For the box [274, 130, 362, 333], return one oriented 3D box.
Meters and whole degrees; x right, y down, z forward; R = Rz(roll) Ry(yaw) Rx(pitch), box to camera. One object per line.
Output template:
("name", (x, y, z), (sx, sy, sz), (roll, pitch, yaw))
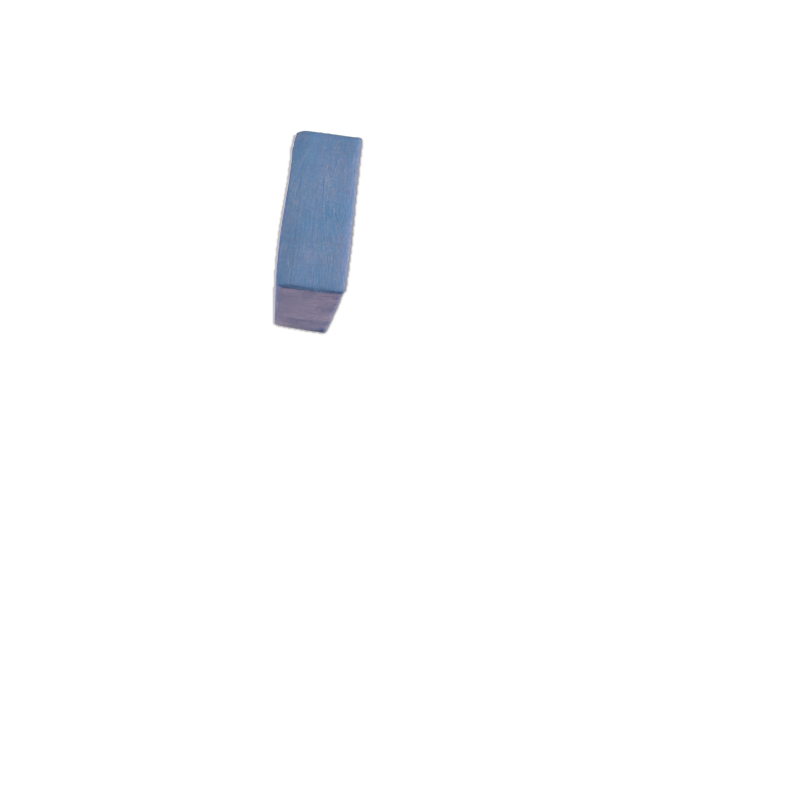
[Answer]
("box", (-0.055, -0.100, 0.701), (0.048, 0.095, 0.173), (6, -7, -4))
